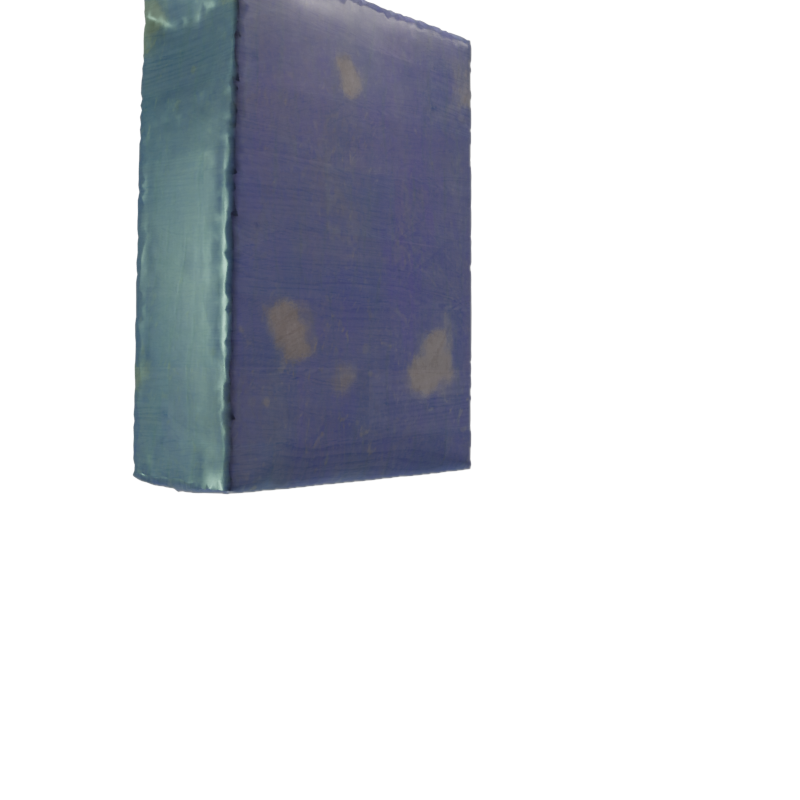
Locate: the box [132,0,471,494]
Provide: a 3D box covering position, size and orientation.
[{"bbox_3d":[-0.040,-0.072,0.506,0.074,0.217,0.157,-5,-6,40],"label":"box"}]
